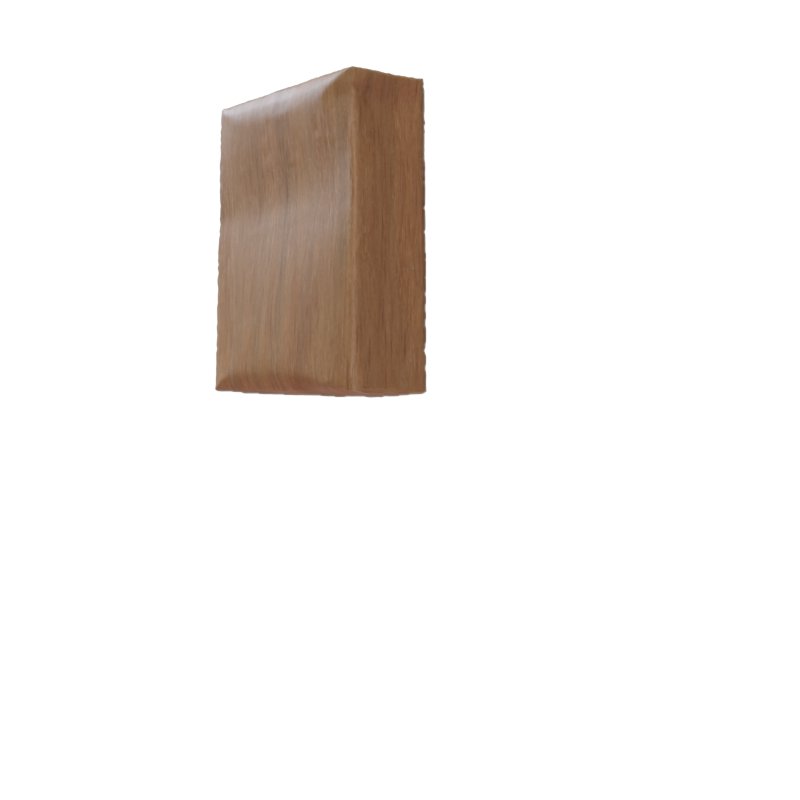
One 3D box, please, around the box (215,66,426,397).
[{"bbox_3d":[-0.061,-0.111,0.778,0.069,0.217,0.169,4,-5,-40],"label":"box"}]
